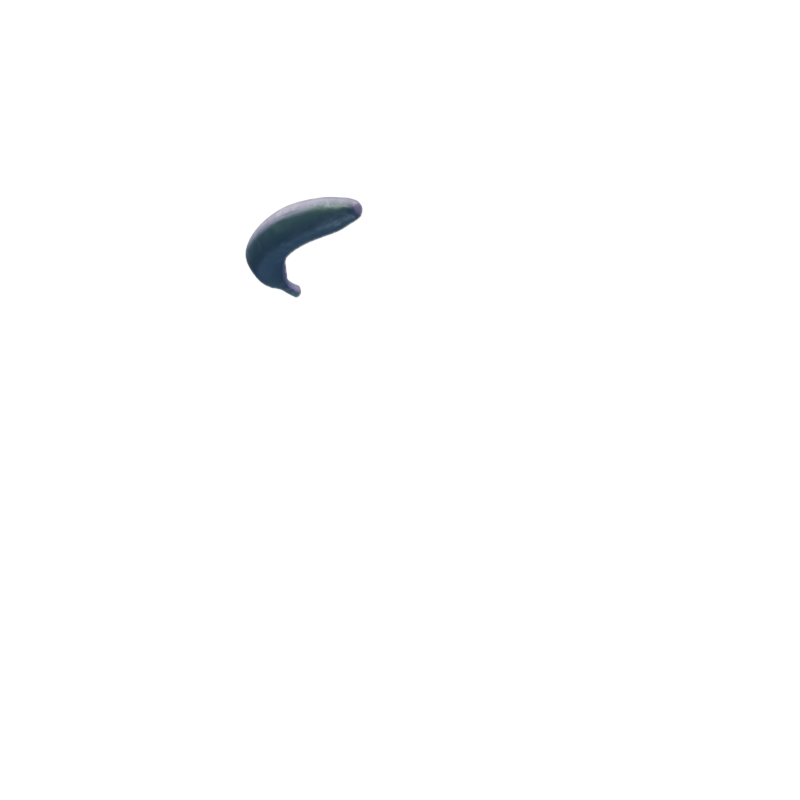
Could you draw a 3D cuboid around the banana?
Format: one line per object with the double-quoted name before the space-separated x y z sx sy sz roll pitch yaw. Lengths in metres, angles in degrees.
"banana" -0.095 -0.140 0.978 0.068 0.038 0.194 6 -16 -20
